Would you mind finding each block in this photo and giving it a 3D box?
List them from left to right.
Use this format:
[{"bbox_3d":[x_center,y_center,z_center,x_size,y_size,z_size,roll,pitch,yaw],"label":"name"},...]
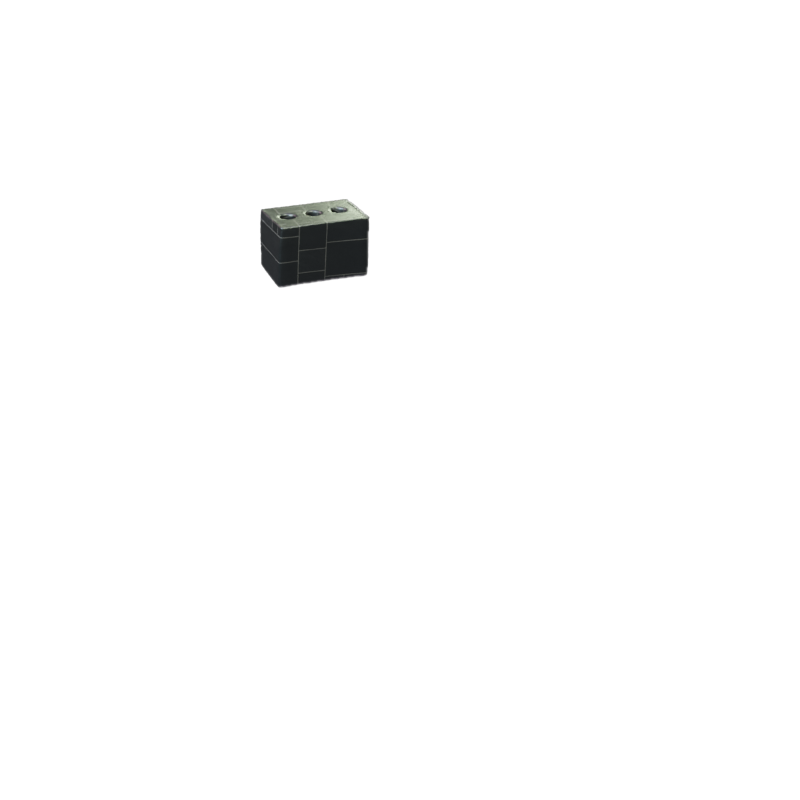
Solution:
[{"bbox_3d":[-0.071,-0.129,0.903,0.076,0.049,0.056,-10,28,-21],"label":"block"}]
